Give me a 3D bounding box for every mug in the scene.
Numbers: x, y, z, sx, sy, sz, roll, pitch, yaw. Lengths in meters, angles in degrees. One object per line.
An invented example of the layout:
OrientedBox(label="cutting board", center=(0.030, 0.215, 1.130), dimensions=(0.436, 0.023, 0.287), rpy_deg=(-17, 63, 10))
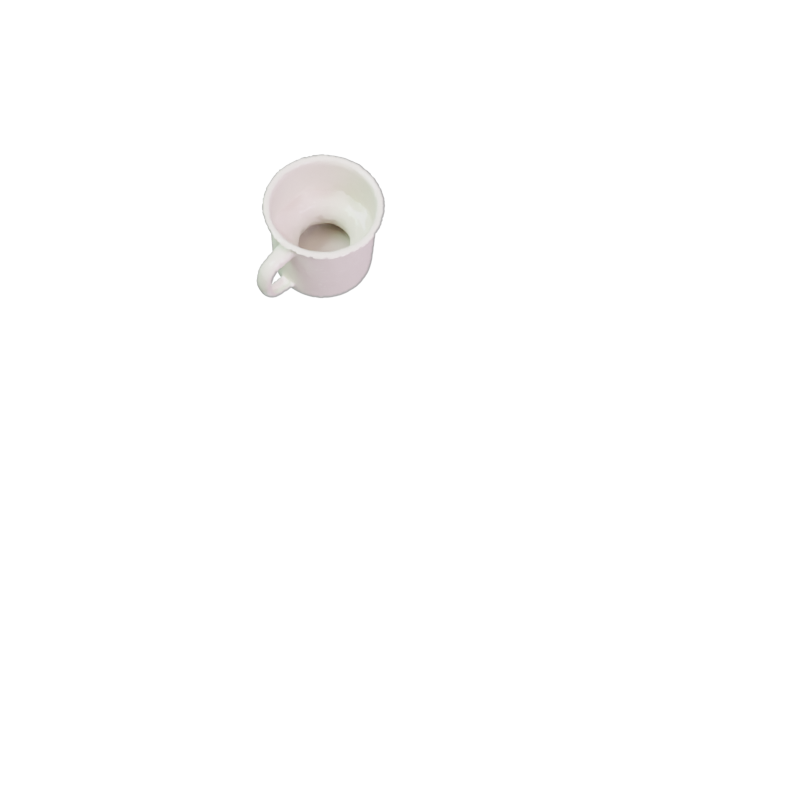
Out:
OrientedBox(label="mug", center=(-0.068, -0.124, 0.870), dimensions=(0.097, 0.119, 0.077), rpy_deg=(35, -23, 15))
